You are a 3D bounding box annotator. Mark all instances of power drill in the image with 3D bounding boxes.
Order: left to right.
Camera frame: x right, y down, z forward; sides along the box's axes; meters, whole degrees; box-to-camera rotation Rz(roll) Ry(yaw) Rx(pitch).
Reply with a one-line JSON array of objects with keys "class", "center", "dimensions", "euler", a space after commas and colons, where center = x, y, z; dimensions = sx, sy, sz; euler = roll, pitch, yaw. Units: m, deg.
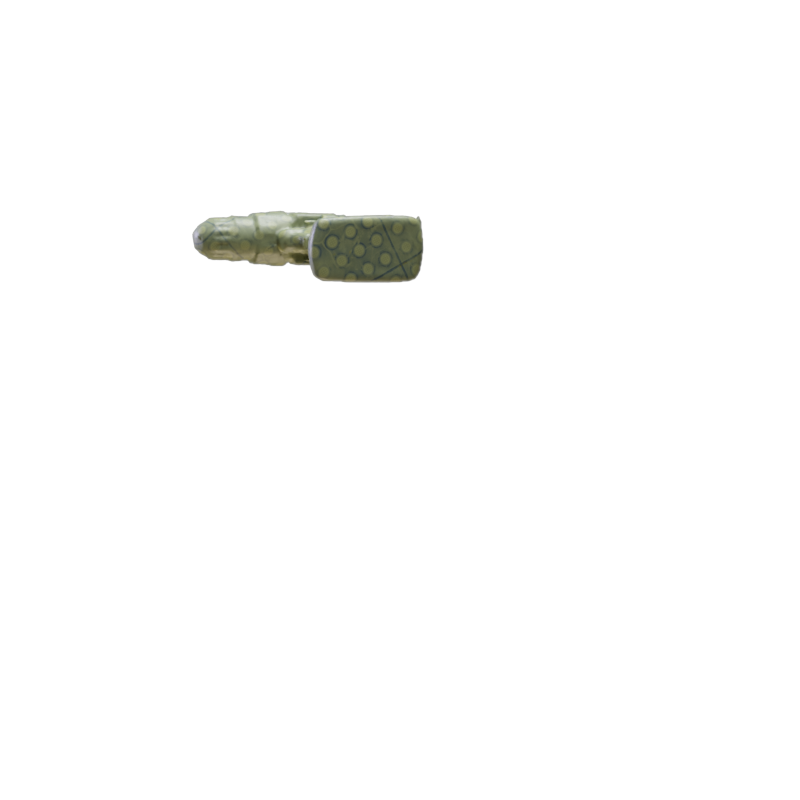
[{"class": "power drill", "center": [-0.078, -0.142, 0.996], "dimensions": [0.180, 0.056, 0.196], "euler": [-5, 14, -23]}]
